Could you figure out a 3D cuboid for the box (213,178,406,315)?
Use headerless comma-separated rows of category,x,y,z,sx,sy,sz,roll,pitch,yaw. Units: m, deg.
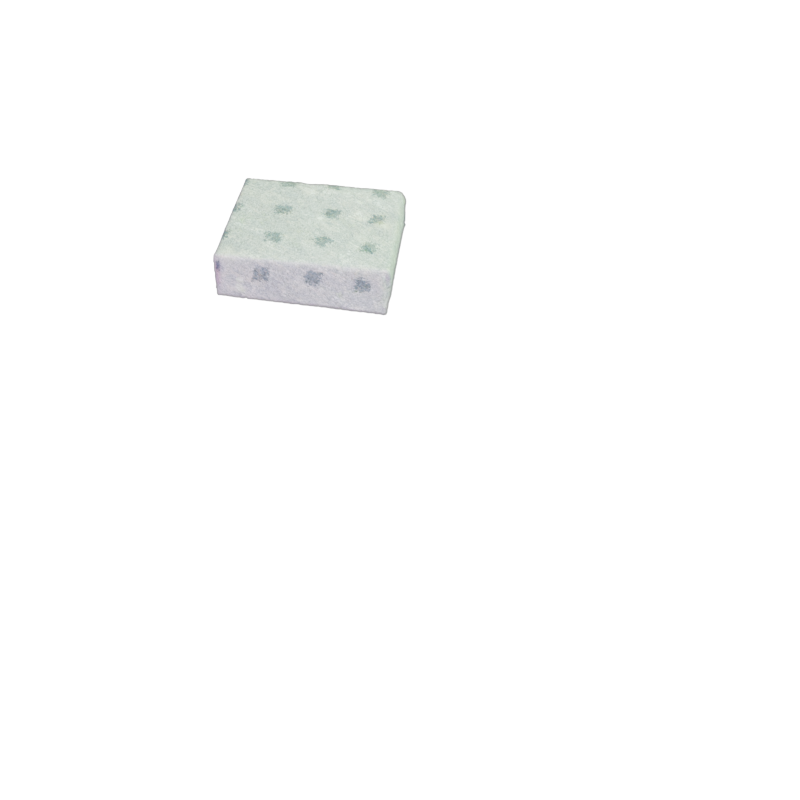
box,-0.045,-0.082,0.573,0.090,0.028,0.077,6,40,6
